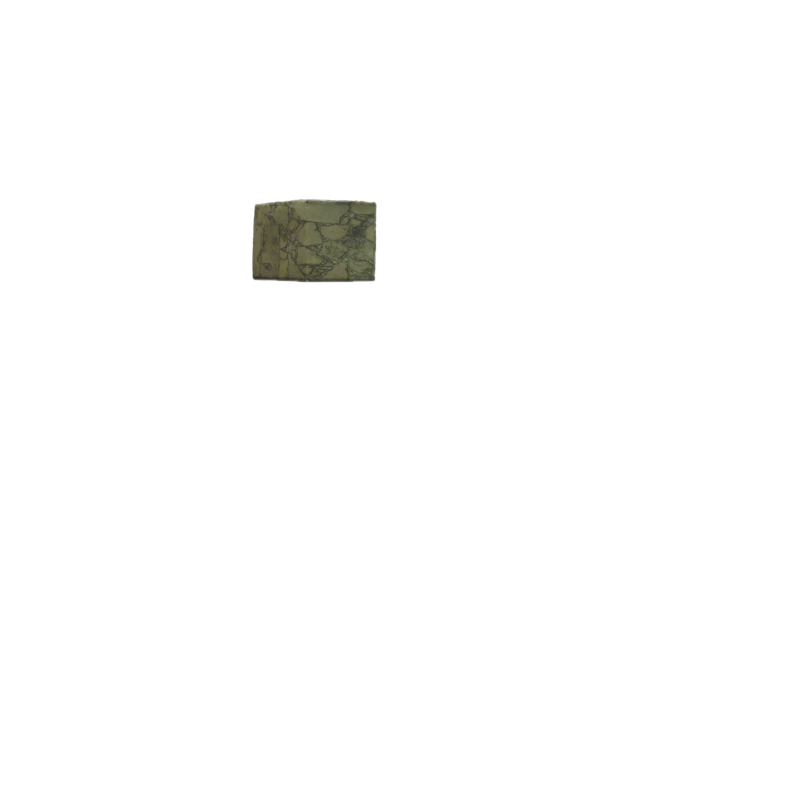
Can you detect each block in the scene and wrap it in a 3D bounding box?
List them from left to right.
[{"bbox_3d":[-0.056,-0.103,0.720,0.051,0.051,0.081,-2,5,-32],"label":"block"}]
